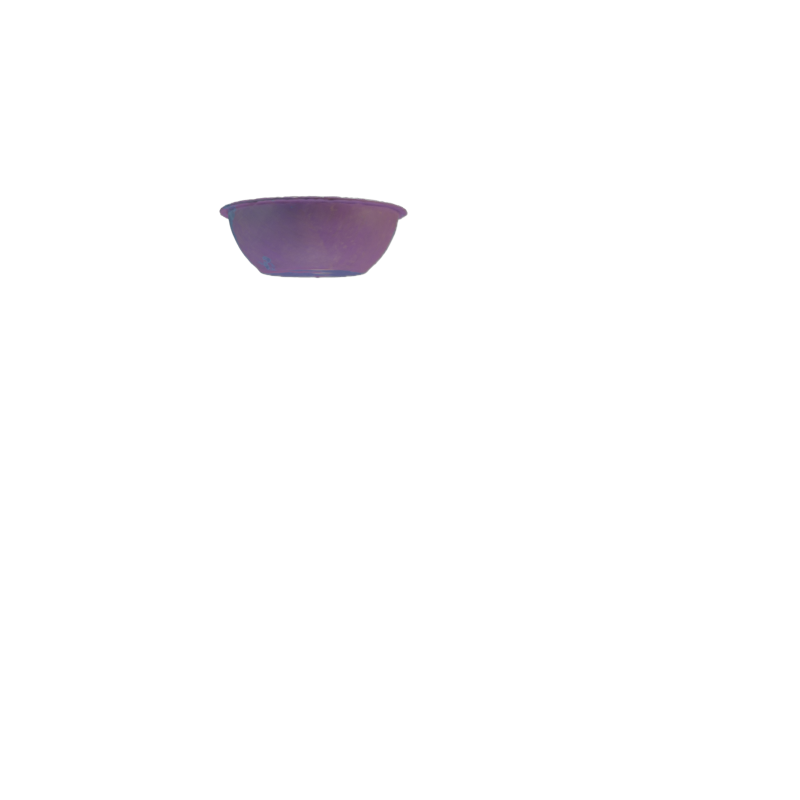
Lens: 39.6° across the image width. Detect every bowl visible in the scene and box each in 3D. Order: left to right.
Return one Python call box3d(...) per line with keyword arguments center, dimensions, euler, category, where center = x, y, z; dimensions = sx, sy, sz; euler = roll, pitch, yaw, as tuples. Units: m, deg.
box3d(center=(-0.074, -0.136, 0.951), dimensions=(0.162, 0.055, 0.161), euler=(0, 0, -2), category="bowl")
